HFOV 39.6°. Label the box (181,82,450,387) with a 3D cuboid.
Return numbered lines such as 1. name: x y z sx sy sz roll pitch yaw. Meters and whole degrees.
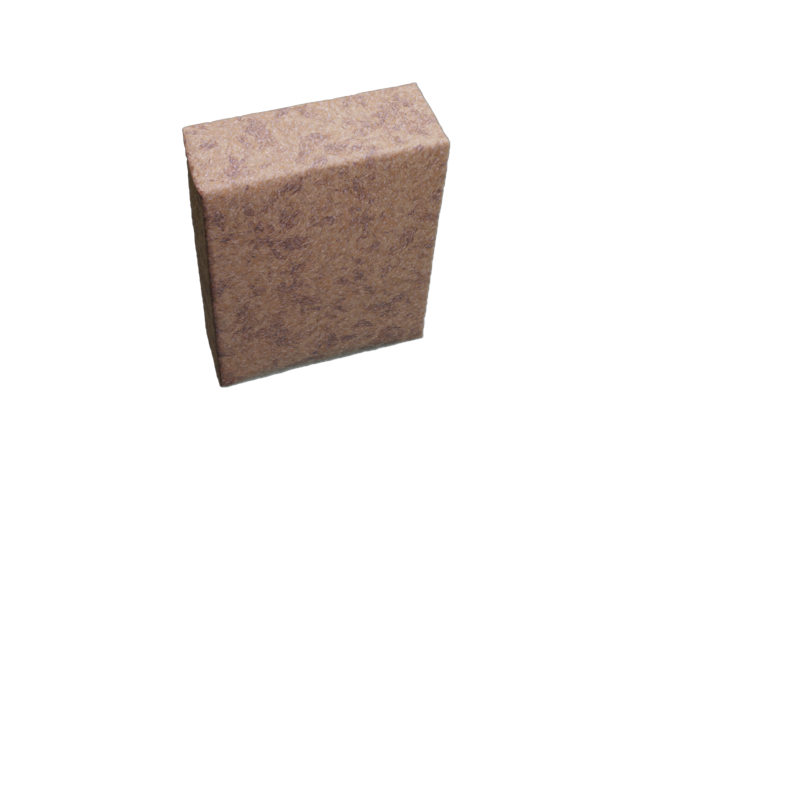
1. box: -0.061 -0.111 0.780 0.163 0.078 0.199 -13 -35 -12
